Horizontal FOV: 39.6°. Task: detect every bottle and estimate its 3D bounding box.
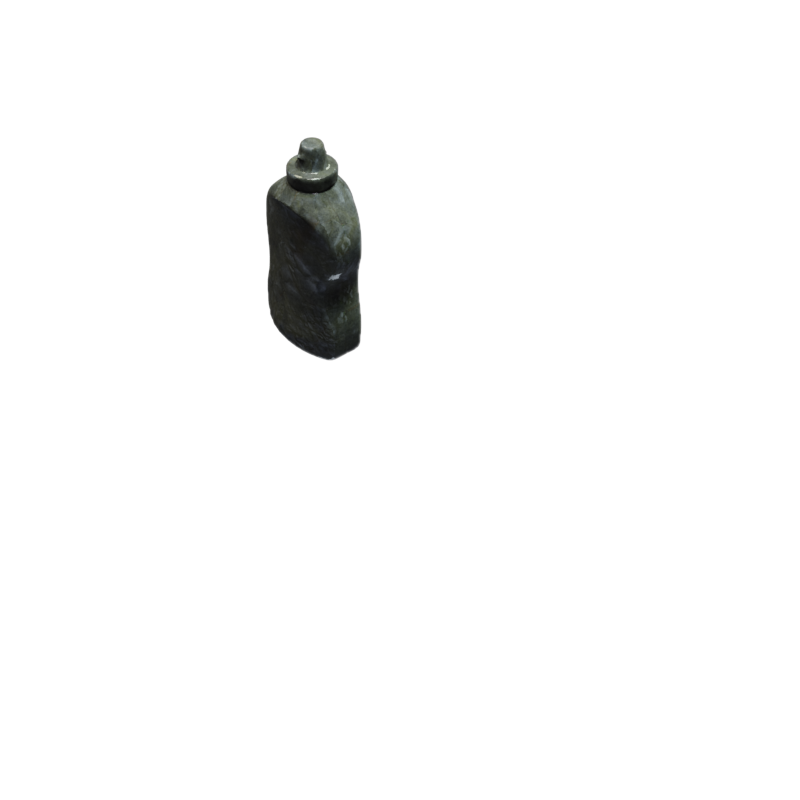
[{"bbox_3d":[-0.072,-0.130,0.909,0.058,0.179,0.103,-24,47,-29],"label":"bottle"}]
